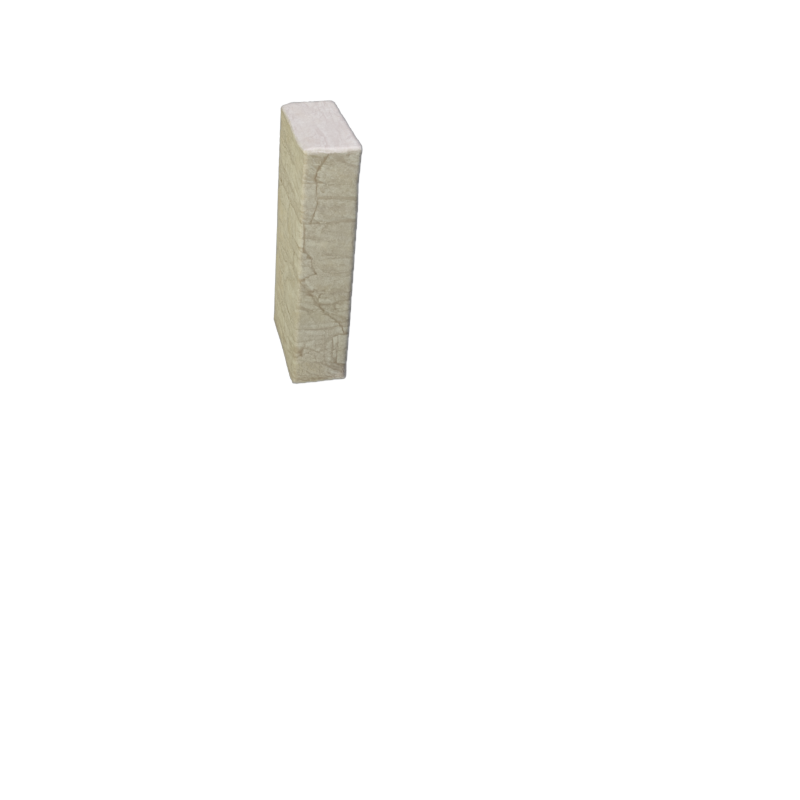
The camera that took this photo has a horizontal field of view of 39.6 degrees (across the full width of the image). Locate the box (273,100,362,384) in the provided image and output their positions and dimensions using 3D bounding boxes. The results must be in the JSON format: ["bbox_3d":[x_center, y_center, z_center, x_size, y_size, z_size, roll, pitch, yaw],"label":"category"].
[{"bbox_3d":[-0.061,-0.110,0.769,0.047,0.166,0.100,-5,30,-13],"label":"box"}]
